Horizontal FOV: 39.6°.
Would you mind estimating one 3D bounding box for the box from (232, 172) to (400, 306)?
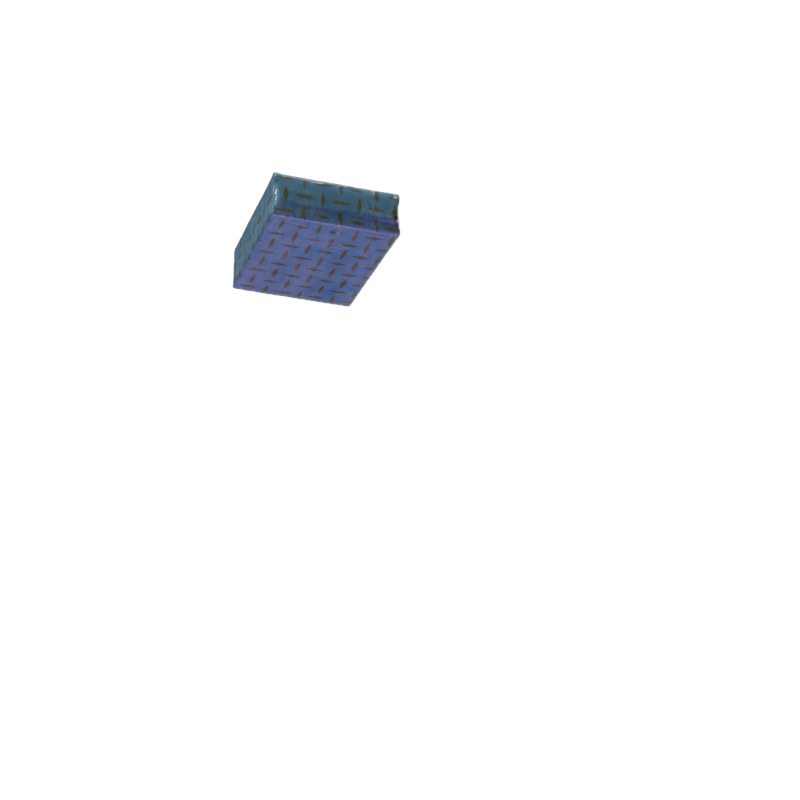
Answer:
[{"bbox_3d":[-0.049,-0.089,0.625,0.071,0.032,0.086,9,-27,-18],"label":"box"}]
